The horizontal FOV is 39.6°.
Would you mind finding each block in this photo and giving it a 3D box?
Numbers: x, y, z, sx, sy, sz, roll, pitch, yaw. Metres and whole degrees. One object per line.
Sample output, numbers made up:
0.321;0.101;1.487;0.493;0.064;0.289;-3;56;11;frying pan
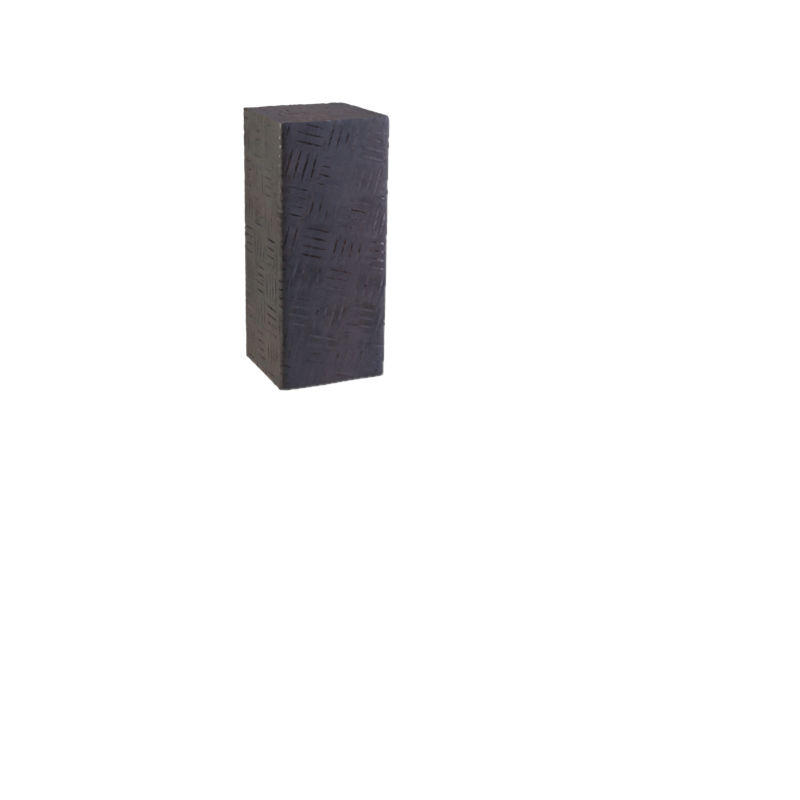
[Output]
-0.068;-0.124;0.872;0.088;0.199;0.096;-6;17;-24;block
